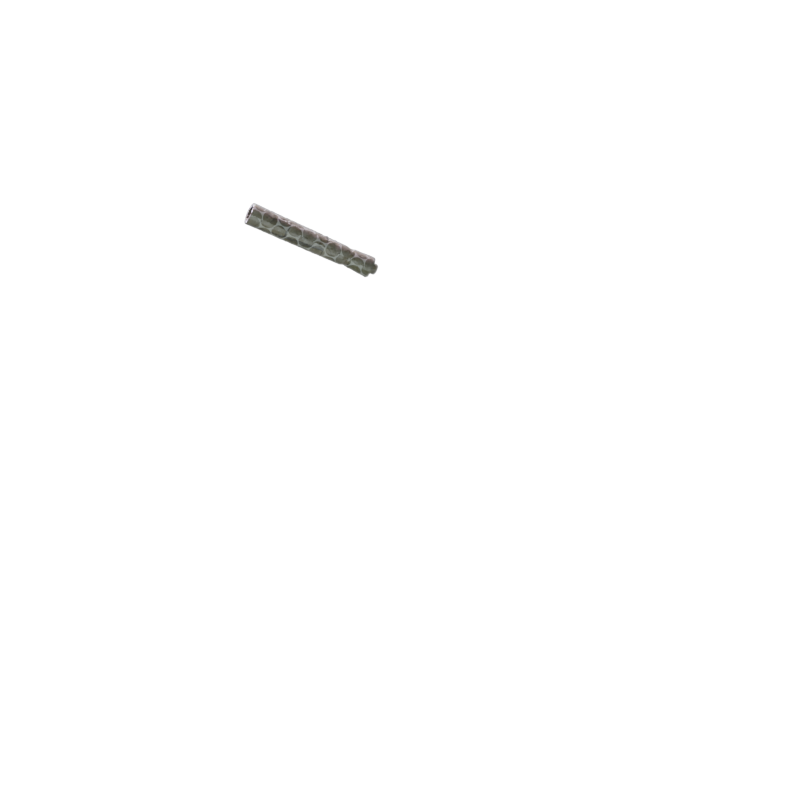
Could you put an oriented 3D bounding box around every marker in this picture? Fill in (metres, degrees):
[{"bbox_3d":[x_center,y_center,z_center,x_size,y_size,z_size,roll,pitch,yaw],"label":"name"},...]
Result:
[{"bbox_3d":[-0.073,-0.133,0.935,0.117,0.020,0.020,22,-3,-15],"label":"marker"}]
